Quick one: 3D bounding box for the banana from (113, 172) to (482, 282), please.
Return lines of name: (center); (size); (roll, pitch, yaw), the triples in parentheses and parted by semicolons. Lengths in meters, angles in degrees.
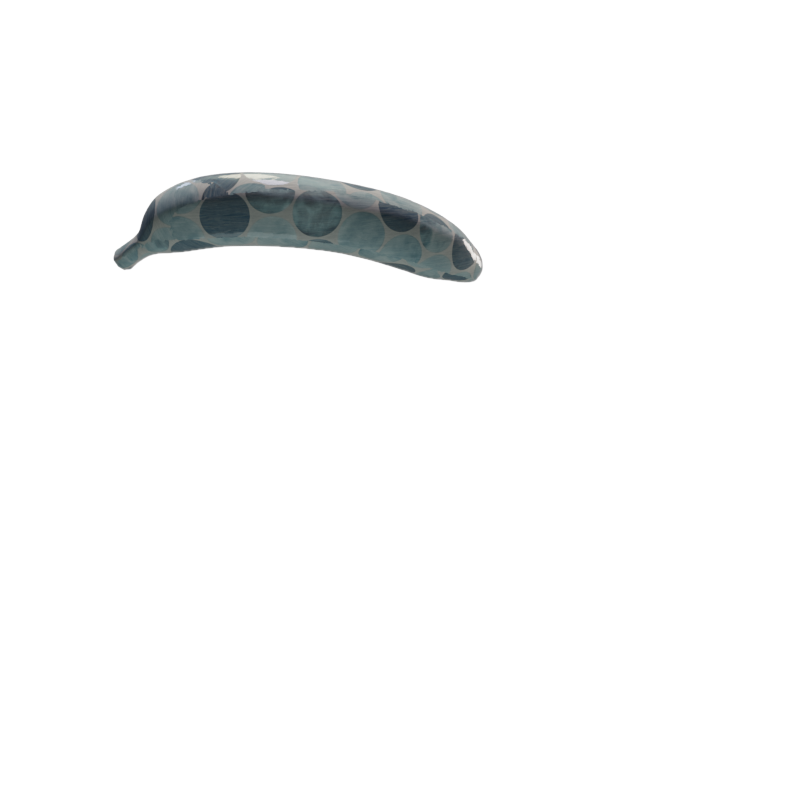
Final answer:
banana: (-0.045, -0.088, 0.567); (0.195, 0.038, 0.067); (3, -17, -10)
